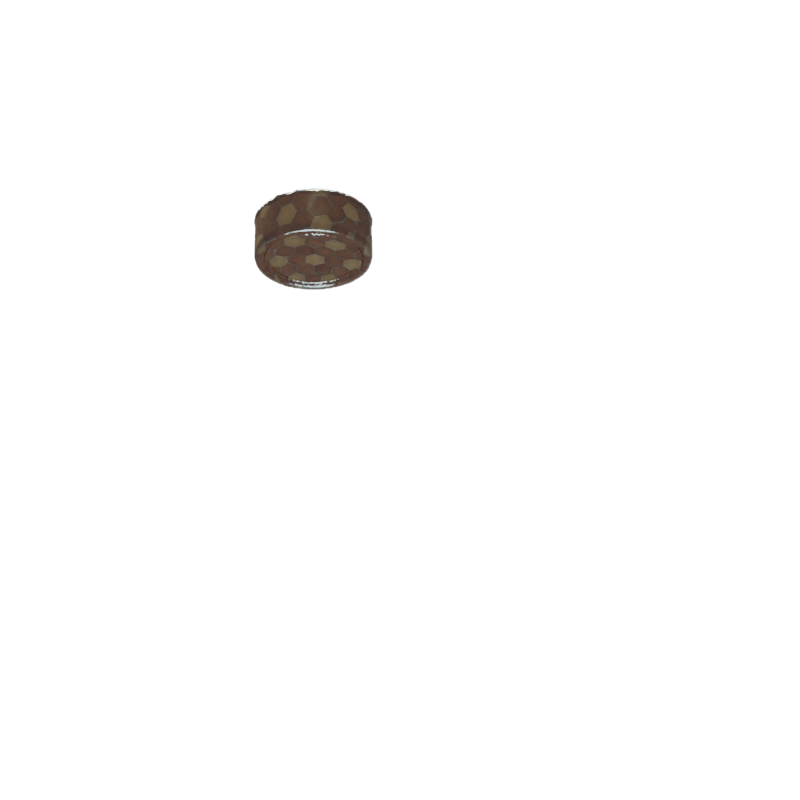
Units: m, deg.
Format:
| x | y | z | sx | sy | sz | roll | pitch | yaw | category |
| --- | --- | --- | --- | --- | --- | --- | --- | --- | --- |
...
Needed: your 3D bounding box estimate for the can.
| x | y | z | sx | sy | sz | roll | pitch | yaw | category |
| --- | --- | --- | --- | --- | --- | --- | --- | --- | --- |
| -0.062 | -0.114 | 0.796 | 0.086 | 0.036 | 0.081 | 1 | -27 | -2 | can |
